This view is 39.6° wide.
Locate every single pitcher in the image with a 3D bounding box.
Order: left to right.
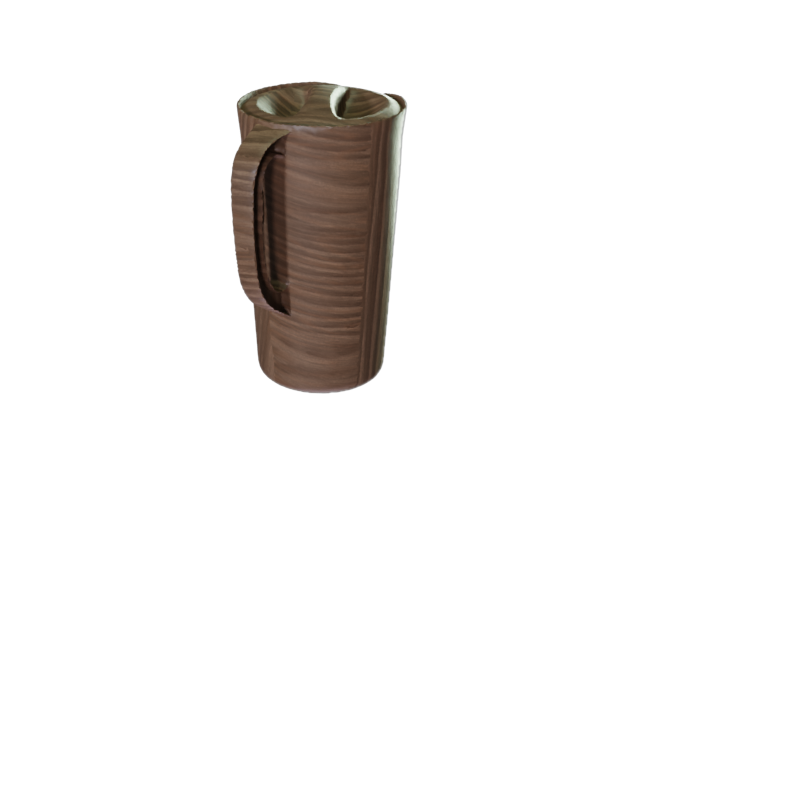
[{"bbox_3d":[-0.071,-0.129,0.902,0.147,0.231,0.155,-5,25,-14],"label":"pitcher"}]
